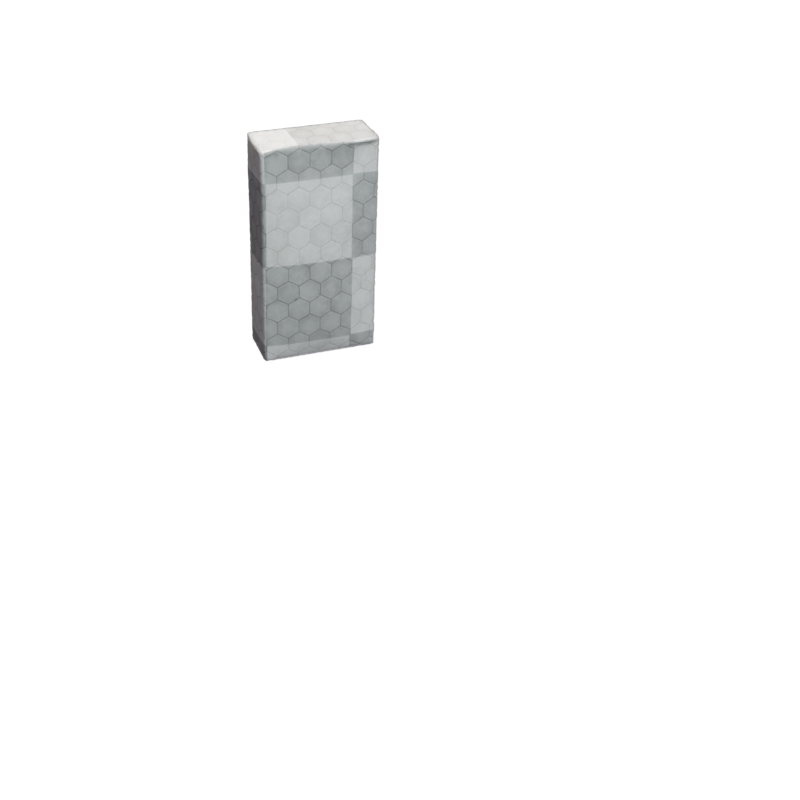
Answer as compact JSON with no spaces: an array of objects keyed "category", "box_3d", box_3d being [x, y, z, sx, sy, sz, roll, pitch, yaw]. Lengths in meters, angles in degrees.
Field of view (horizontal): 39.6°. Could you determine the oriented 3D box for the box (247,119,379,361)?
[{"category":"box","box_3d":[-0.066,-0.120,0.844,0.092,0.166,0.052,-9,32,-18]}]
